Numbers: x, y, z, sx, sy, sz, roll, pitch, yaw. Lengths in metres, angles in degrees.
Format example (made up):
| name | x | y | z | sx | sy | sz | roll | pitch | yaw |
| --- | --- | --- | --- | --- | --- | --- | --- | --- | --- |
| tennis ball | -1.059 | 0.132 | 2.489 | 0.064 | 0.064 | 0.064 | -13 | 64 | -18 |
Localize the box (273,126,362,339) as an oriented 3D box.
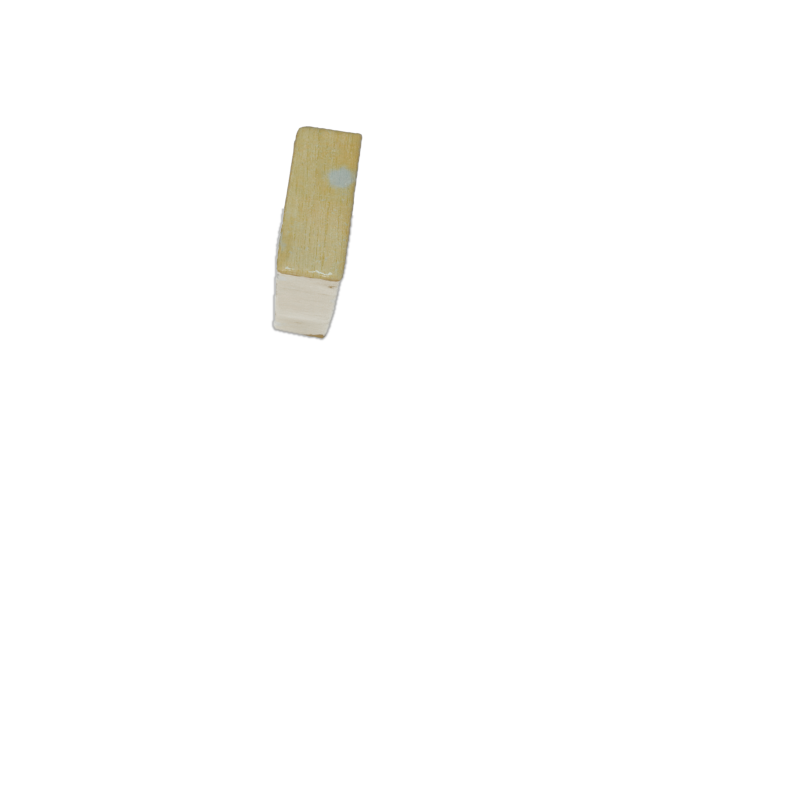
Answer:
| name | x | y | z | sx | sy | sz | roll | pitch | yaw |
| --- | --- | --- | --- | --- | --- | --- | --- | --- | --- |
| box | -0.057 | -0.103 | 0.722 | 0.048 | 0.096 | 0.171 | 8 | -11 | -3 |
